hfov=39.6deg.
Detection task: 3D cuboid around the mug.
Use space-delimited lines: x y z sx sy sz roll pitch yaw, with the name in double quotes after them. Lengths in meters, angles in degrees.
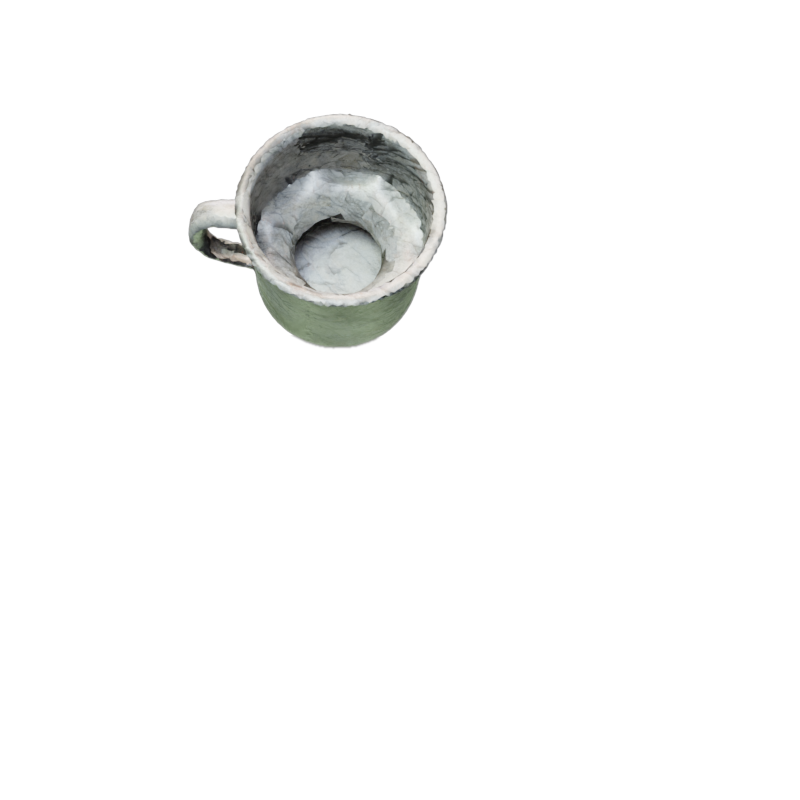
-0.041 -0.074 0.521 0.117 0.098 0.078 1 -20 -1 "mug"
